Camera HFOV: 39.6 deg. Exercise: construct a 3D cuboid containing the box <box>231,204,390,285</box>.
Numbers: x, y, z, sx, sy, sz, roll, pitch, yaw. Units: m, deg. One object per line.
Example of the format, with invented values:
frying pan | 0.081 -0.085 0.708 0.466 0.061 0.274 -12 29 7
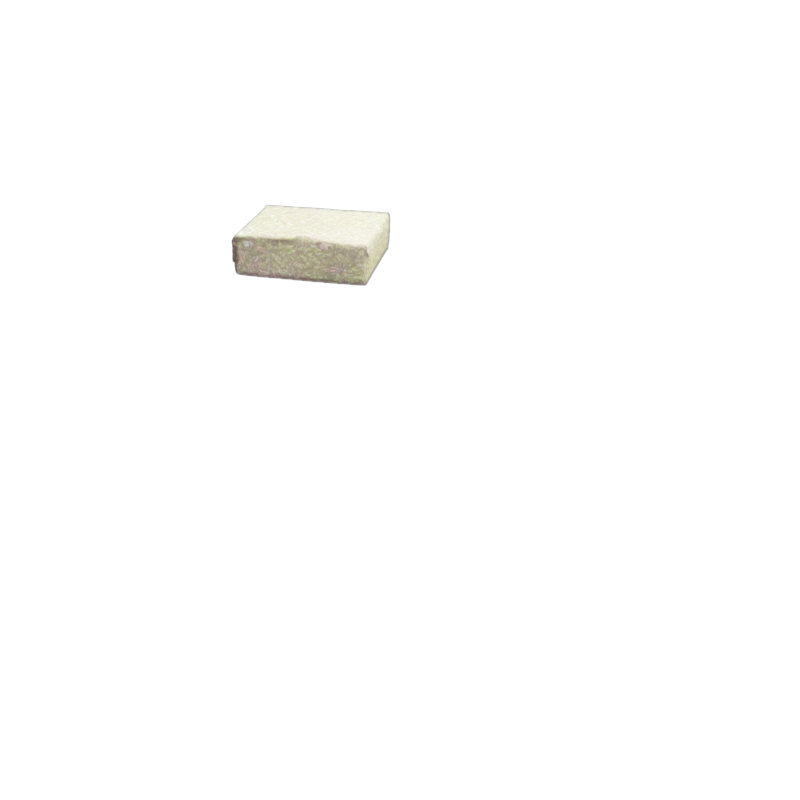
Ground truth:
box | -0.057 -0.103 0.724 0.091 0.029 0.075 6 25 12
